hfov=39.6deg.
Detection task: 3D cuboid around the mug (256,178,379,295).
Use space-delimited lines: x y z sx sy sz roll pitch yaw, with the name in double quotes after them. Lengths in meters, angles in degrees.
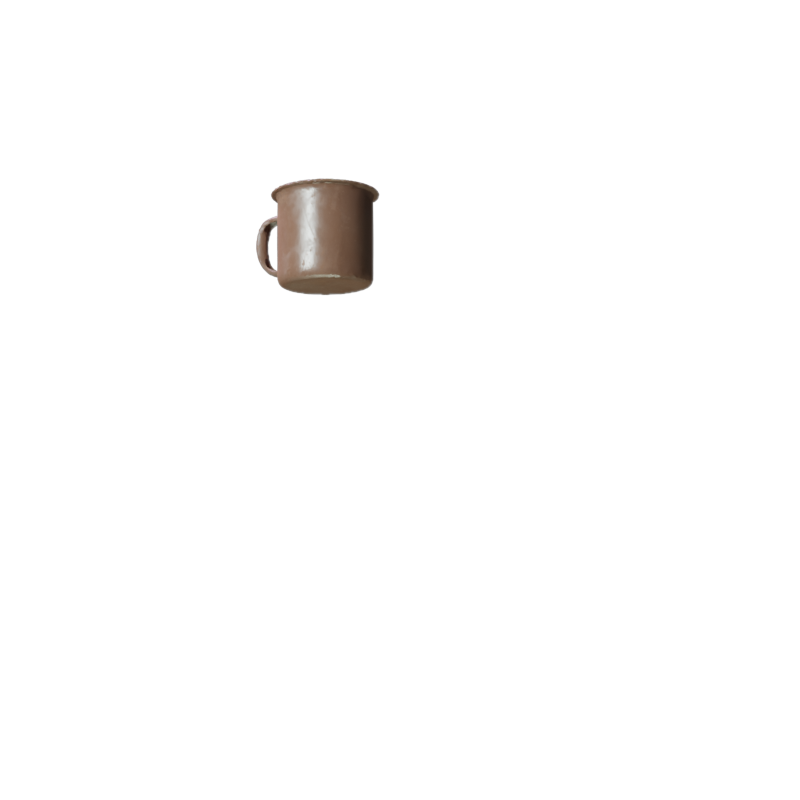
-0.074 -0.135 0.948 0.120 0.084 0.088 -5 -11 29 "mug"
